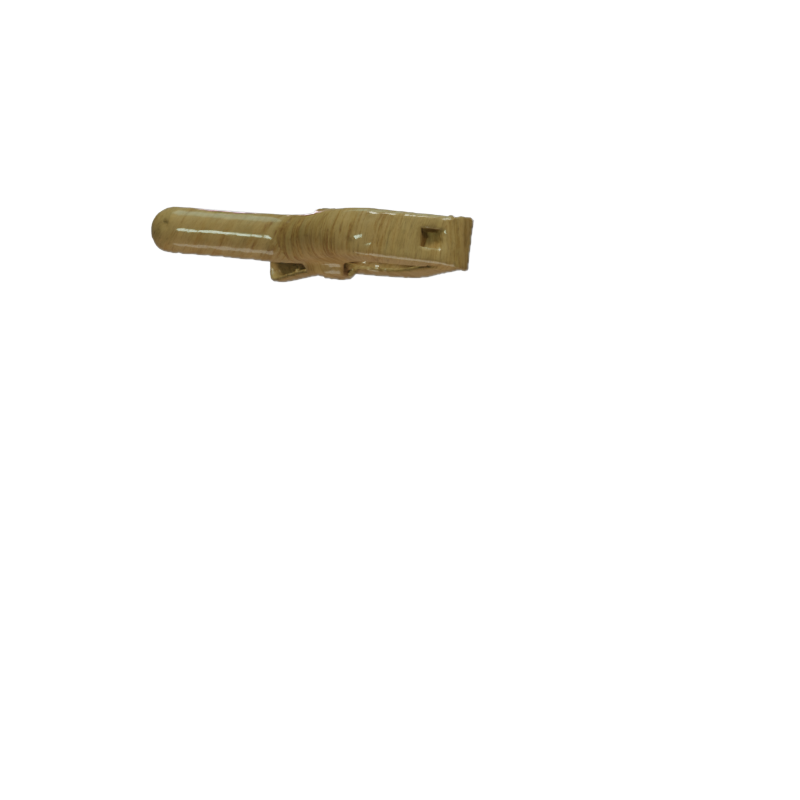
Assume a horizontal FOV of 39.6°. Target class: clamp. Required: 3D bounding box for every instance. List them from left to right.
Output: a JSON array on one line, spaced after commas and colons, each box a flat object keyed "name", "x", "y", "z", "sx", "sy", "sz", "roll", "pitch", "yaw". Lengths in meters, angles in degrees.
[{"name": "clamp", "x": -0.046, "y": -0.085, "z": 0.593, "sx": 0.177, "sy": 0.040, "sz": 0.115, "roll": 1, "pitch": 1, "yaw": 42}]
